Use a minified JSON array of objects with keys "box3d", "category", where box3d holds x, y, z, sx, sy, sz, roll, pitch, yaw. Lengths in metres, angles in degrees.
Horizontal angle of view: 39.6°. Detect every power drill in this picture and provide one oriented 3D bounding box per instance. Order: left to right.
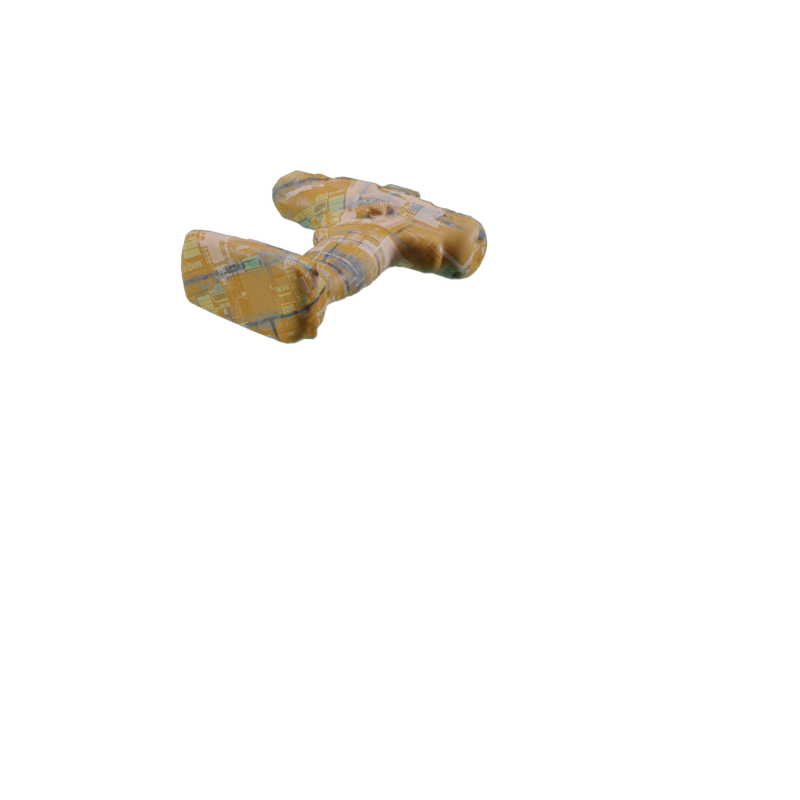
[{"box3d":[-0.060,-0.110,0.767,0.195,0.054,0.187,20,33,33],"category":"power drill"}]
